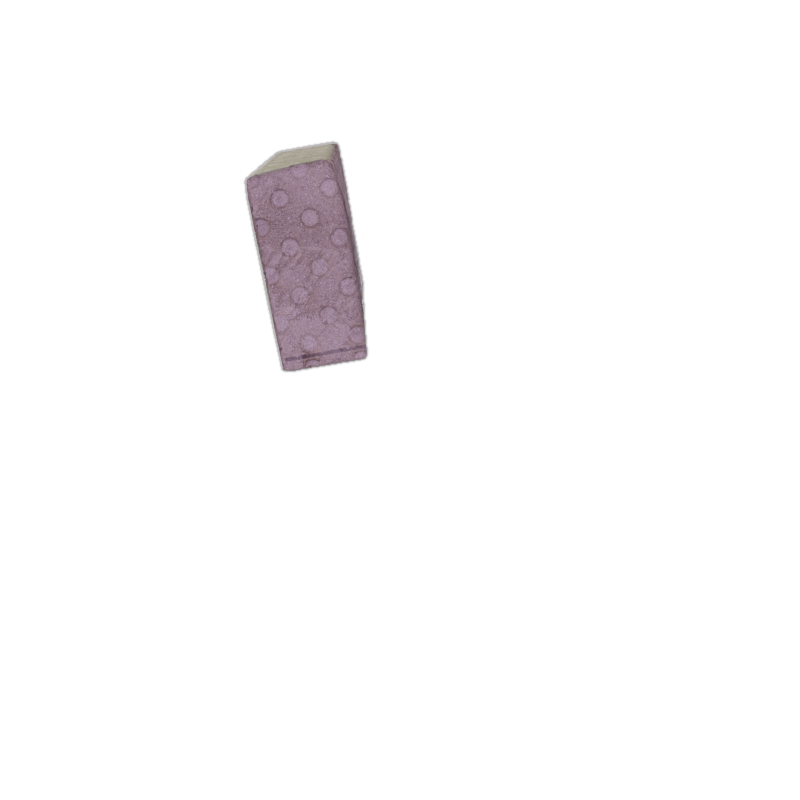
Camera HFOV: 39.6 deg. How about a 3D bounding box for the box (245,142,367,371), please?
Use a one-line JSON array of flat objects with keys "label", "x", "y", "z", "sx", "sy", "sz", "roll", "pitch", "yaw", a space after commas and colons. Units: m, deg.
[{"label": "box", "x": -0.046, "y": -0.082, "z": 0.579, "sx": 0.048, "sy": 0.091, "sz": 0.181, "roll": -10, "pitch": 13, "yaw": -2}]
